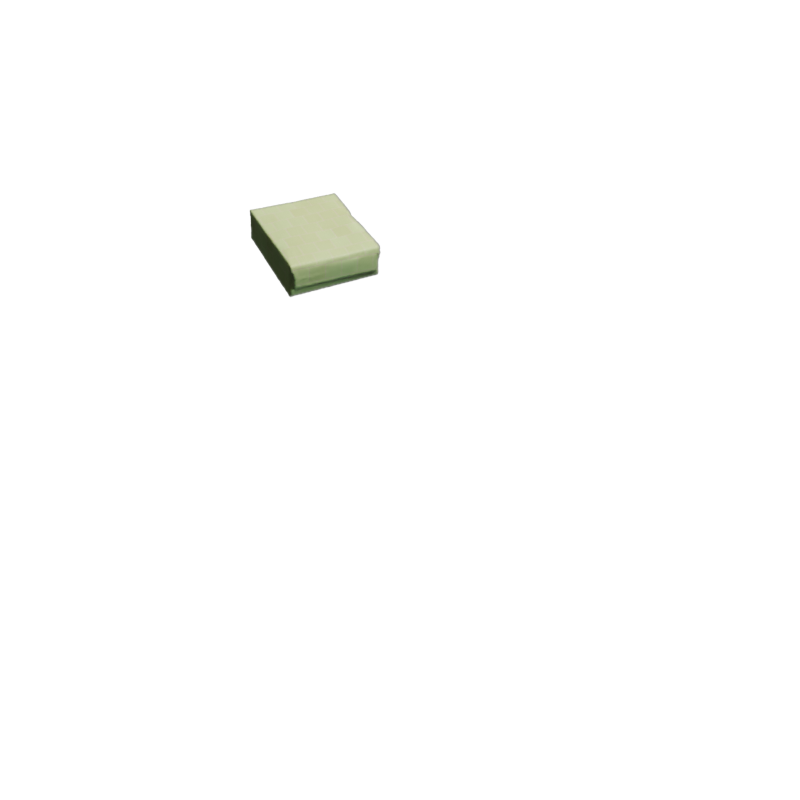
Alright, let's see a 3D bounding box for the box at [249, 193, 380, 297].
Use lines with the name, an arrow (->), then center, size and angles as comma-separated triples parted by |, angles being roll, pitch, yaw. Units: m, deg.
box -> -0.066, -0.121, 0.846 | 0.072, 0.028, 0.097 | -15, 40, -19
